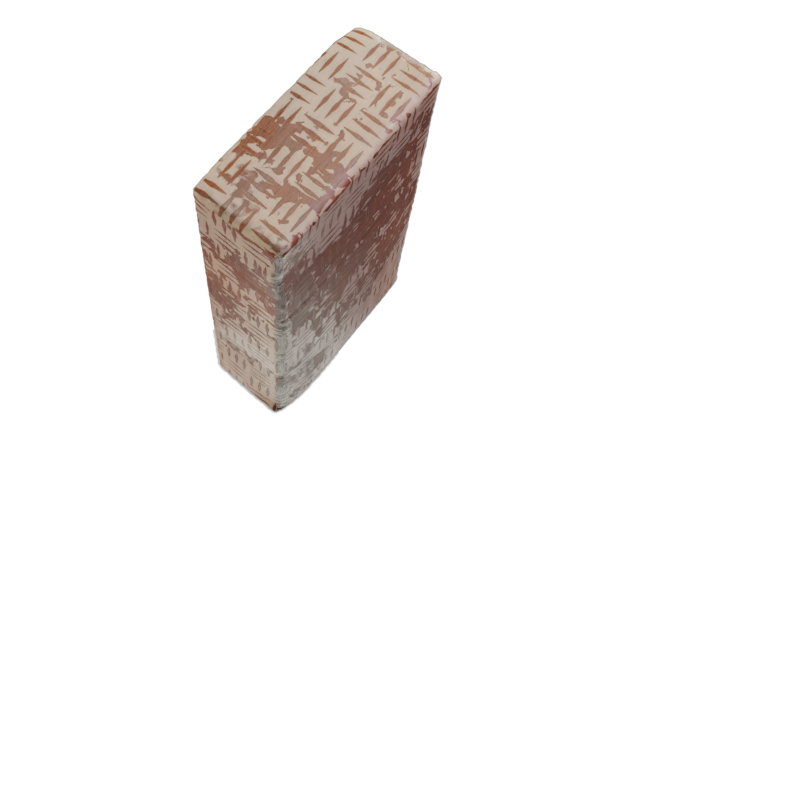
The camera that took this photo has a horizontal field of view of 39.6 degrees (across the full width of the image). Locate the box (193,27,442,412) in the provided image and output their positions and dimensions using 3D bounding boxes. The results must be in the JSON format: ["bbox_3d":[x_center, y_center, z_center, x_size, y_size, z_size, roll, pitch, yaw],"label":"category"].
[{"bbox_3d":[-0.036,-0.065,0.453,0.050,0.095,0.167,36,-20,10],"label":"box"}]
